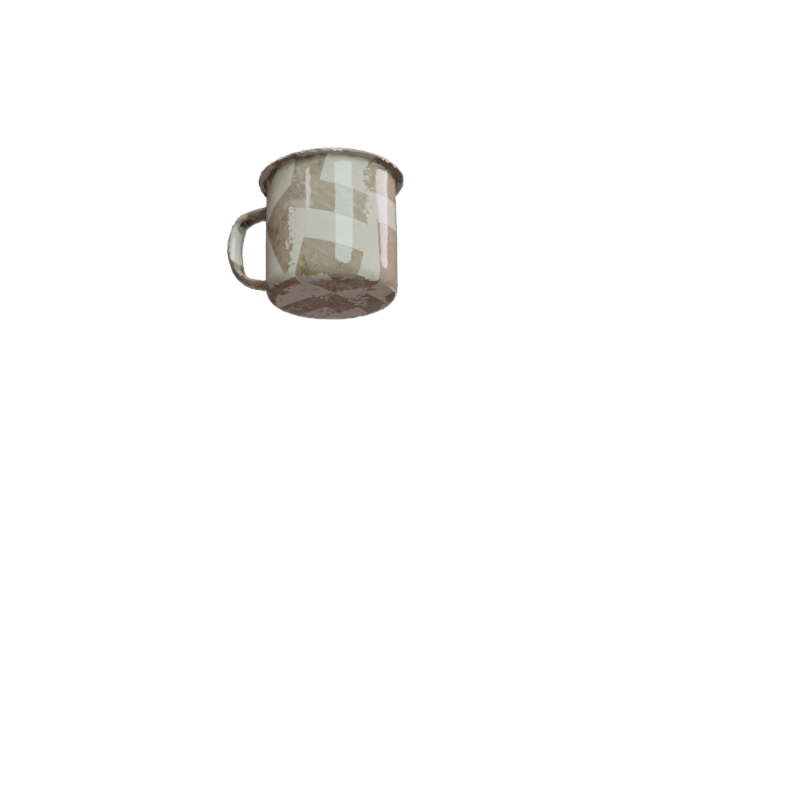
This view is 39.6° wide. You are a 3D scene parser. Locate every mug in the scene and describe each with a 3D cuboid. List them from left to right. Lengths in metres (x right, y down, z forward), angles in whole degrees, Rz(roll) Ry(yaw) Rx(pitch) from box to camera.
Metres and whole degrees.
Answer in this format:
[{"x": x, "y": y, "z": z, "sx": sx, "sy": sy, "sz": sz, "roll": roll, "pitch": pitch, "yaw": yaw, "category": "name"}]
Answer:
[{"x": -0.055, "y": -0.099, "z": 0.697, "sx": 0.119, "sy": 0.086, "sz": 0.087, "roll": -6, "pitch": -20, "yaw": 16, "category": "mug"}]
